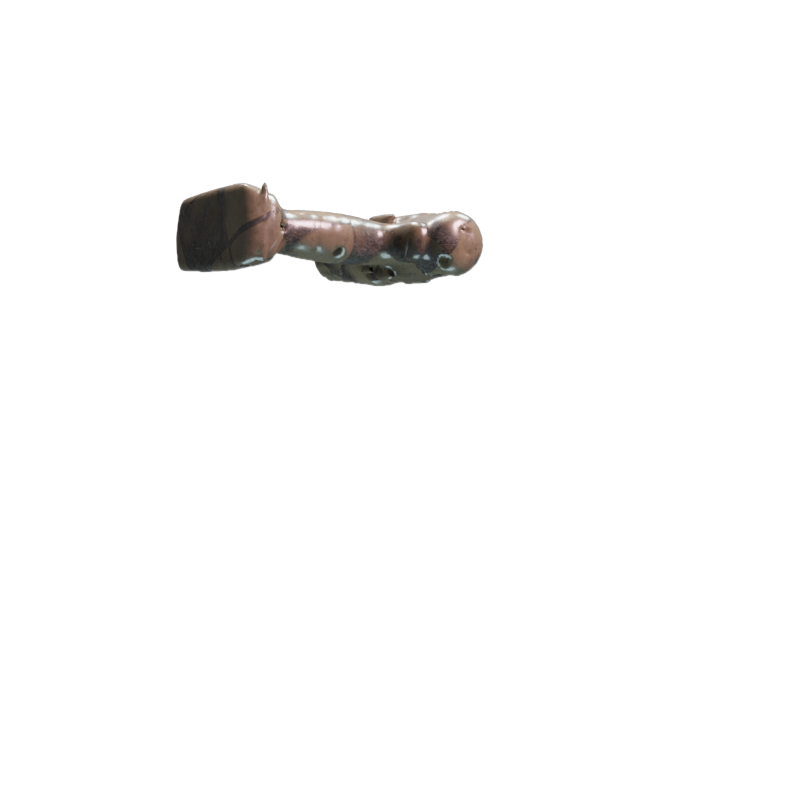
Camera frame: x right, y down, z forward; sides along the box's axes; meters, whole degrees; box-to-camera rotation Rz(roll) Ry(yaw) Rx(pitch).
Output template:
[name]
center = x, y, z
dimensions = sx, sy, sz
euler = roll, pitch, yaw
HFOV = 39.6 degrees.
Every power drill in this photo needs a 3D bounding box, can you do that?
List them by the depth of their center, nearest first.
[power drill]
center = -0.063, -0.115, 0.804
dimensions = 0.180, 0.058, 0.190
euler = 0, 0, -34
